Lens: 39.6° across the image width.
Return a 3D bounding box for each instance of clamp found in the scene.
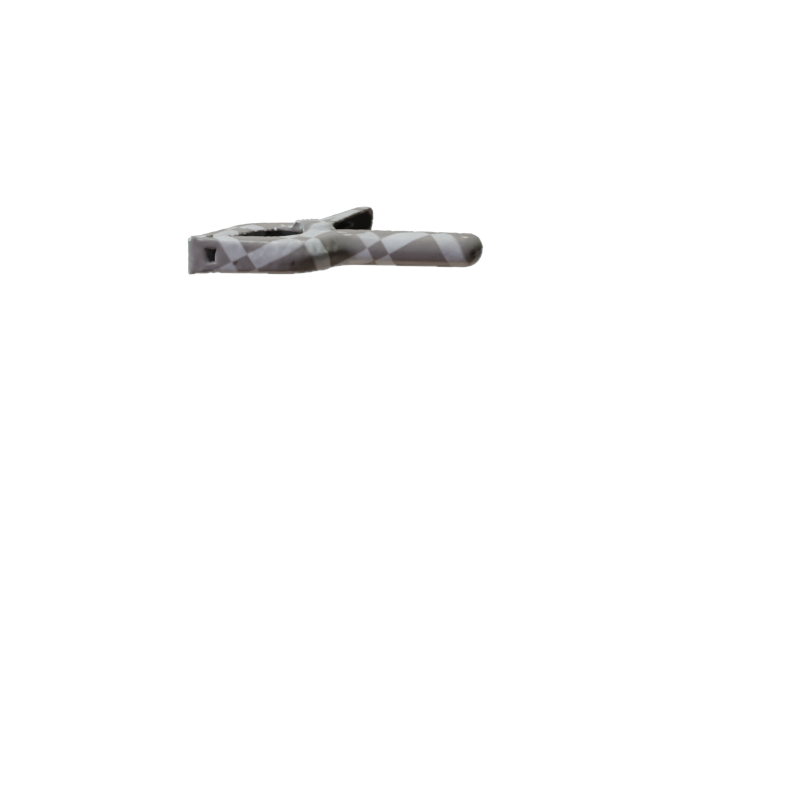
[{"bbox_3d":[-0.066,-0.121,0.849,0.205,0.035,0.174,-8,19,-23],"label":"clamp"}]
